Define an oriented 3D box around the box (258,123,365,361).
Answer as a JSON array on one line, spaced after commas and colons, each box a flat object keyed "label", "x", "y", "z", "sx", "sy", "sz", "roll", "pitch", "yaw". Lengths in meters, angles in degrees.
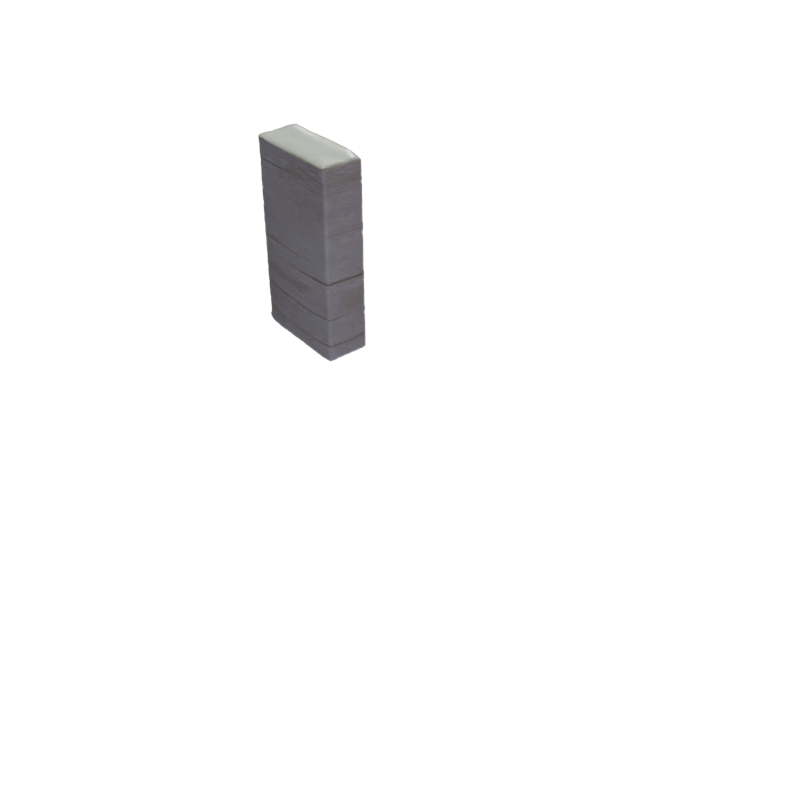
[{"label": "box", "x": -0.071, "y": -0.131, "z": 0.916, "sx": 0.047, "sy": 0.166, "sz": 0.100, "roll": -19, "pitch": 36, "yaw": -33}]
